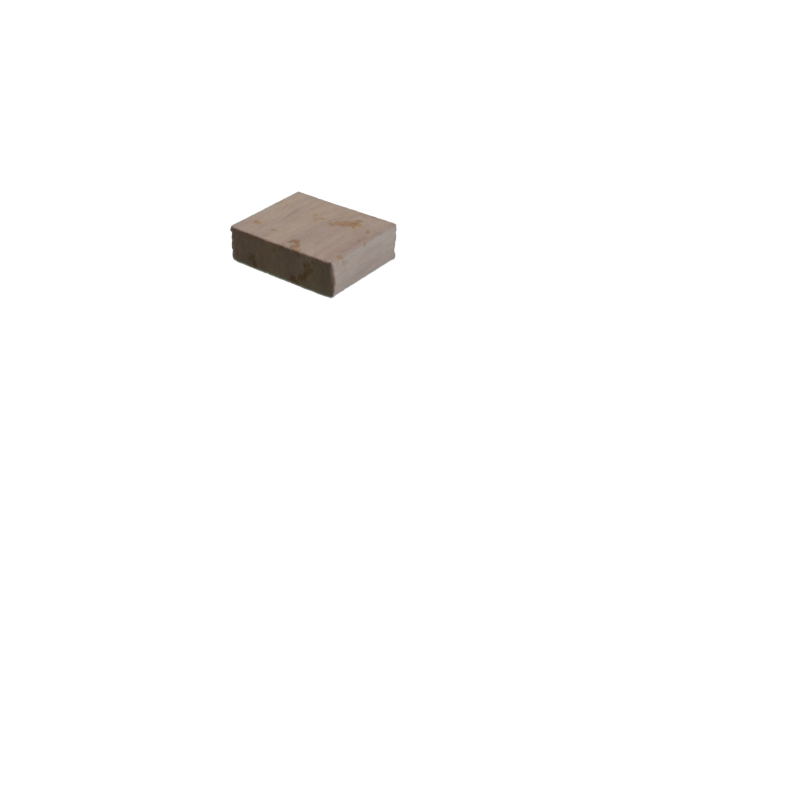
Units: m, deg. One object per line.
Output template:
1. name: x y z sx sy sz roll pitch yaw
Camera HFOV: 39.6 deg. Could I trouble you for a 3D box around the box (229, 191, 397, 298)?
1. box: -0.074 -0.134 0.941 0.120 0.036 0.090 24 41 30
